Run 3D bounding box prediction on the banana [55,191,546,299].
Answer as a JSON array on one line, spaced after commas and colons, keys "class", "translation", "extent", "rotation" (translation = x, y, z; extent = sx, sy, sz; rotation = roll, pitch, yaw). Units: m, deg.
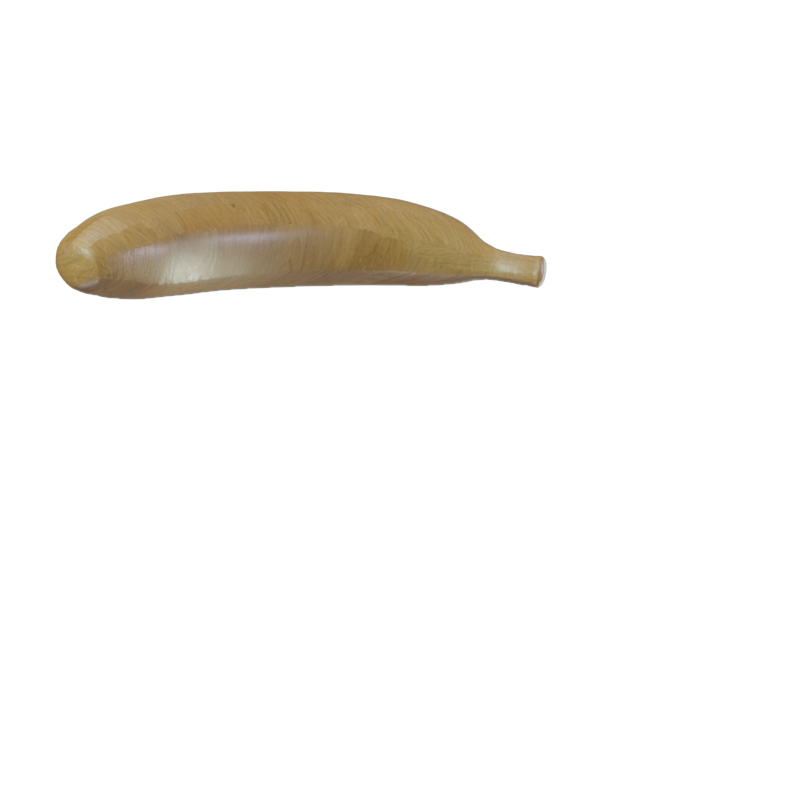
[{"class": "banana", "translation": [-0.039, -0.057, 0.397], "extent": [0.191, 0.036, 0.073], "rotation": [-6, 10, -37]}]
